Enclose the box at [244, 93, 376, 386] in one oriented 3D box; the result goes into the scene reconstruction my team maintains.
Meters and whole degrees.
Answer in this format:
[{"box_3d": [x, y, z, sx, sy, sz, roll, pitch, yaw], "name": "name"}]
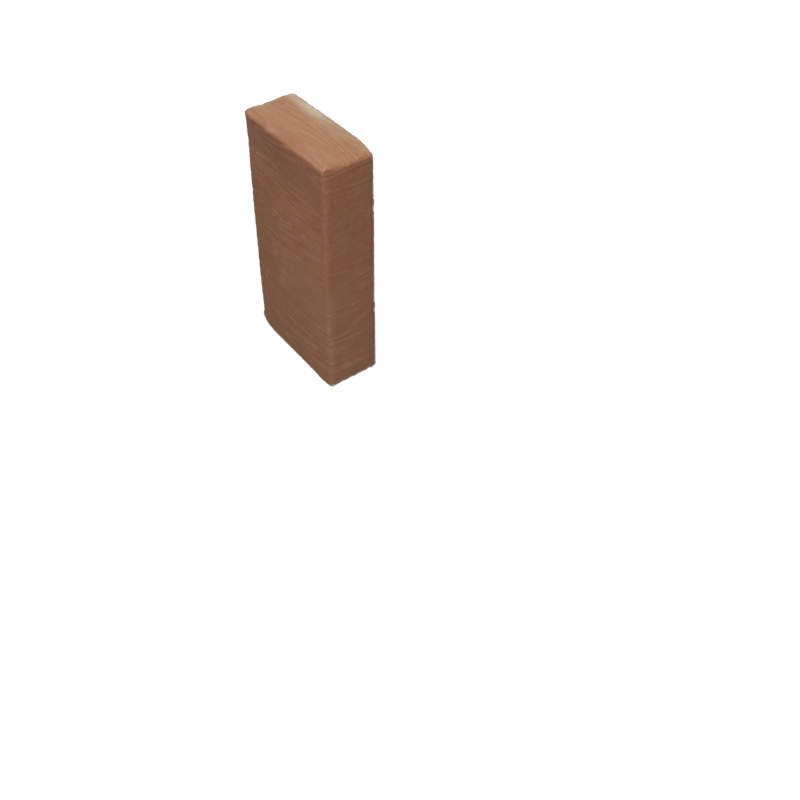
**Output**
[{"box_3d": [-0.057, -0.105, 0.737, 0.048, 0.165, 0.101, -22, 46, -28], "name": "box"}]
